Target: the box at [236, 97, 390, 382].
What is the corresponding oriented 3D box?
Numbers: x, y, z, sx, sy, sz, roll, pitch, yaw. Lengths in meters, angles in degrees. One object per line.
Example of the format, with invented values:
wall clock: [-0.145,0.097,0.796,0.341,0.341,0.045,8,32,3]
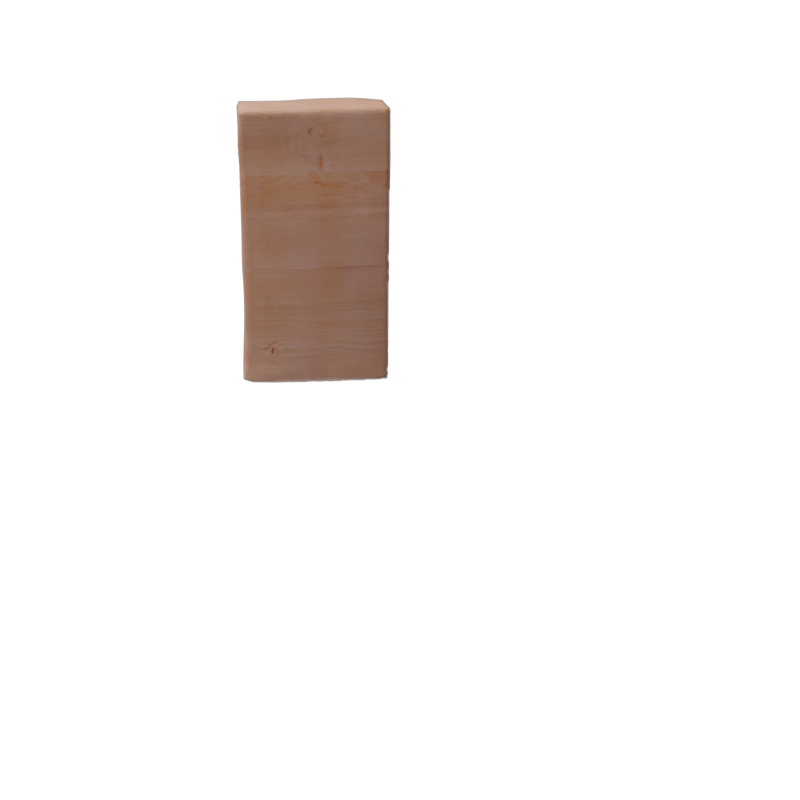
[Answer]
box: [-0.054,-0.099,0.694,0.093,0.170,0.050,-1,17,-6]
